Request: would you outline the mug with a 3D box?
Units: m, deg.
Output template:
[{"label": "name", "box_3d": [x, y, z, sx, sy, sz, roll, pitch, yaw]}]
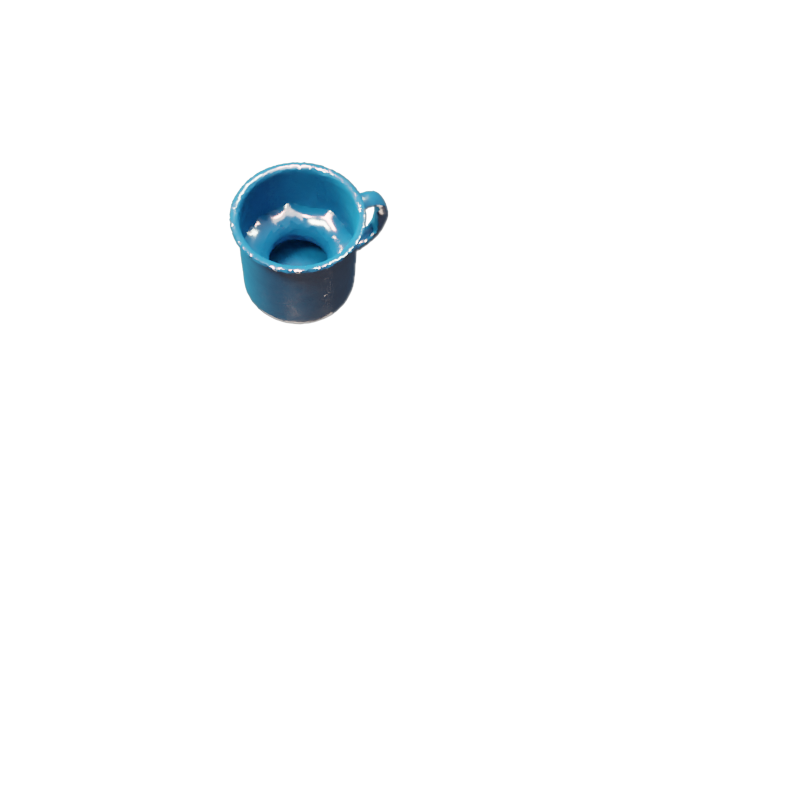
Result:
[{"label": "mug", "box_3d": [-0.062, -0.112, 0.786, 0.117, 0.100, 0.076, -27, -27, -17]}]
